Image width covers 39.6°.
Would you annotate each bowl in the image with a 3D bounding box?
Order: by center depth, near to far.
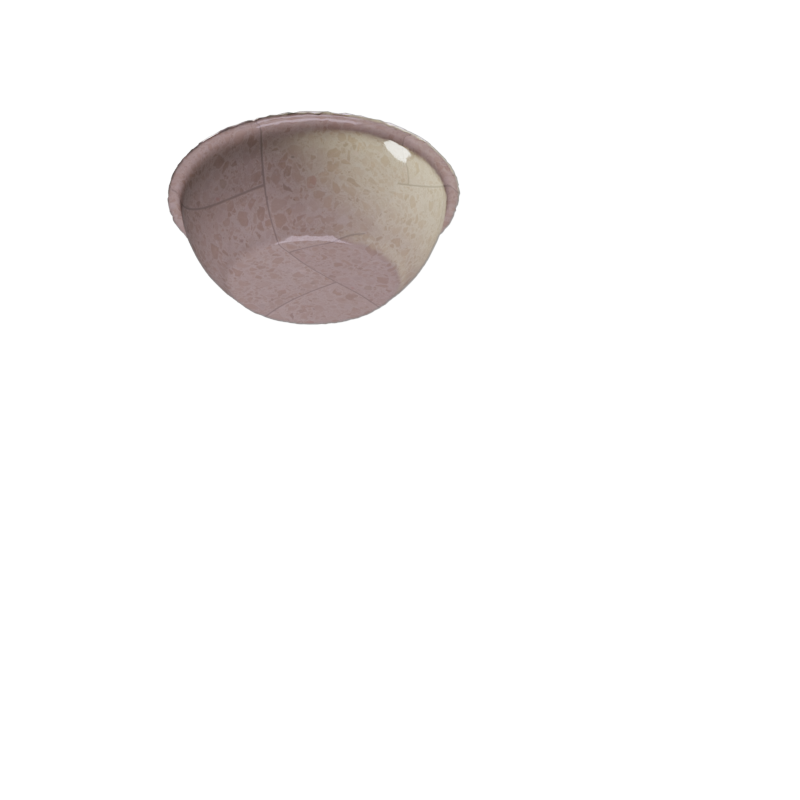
[{"bbox_3d":[-0.047,-0.086,0.603,0.162,0.058,0.153,1,-27,-2],"label":"bowl"}]
